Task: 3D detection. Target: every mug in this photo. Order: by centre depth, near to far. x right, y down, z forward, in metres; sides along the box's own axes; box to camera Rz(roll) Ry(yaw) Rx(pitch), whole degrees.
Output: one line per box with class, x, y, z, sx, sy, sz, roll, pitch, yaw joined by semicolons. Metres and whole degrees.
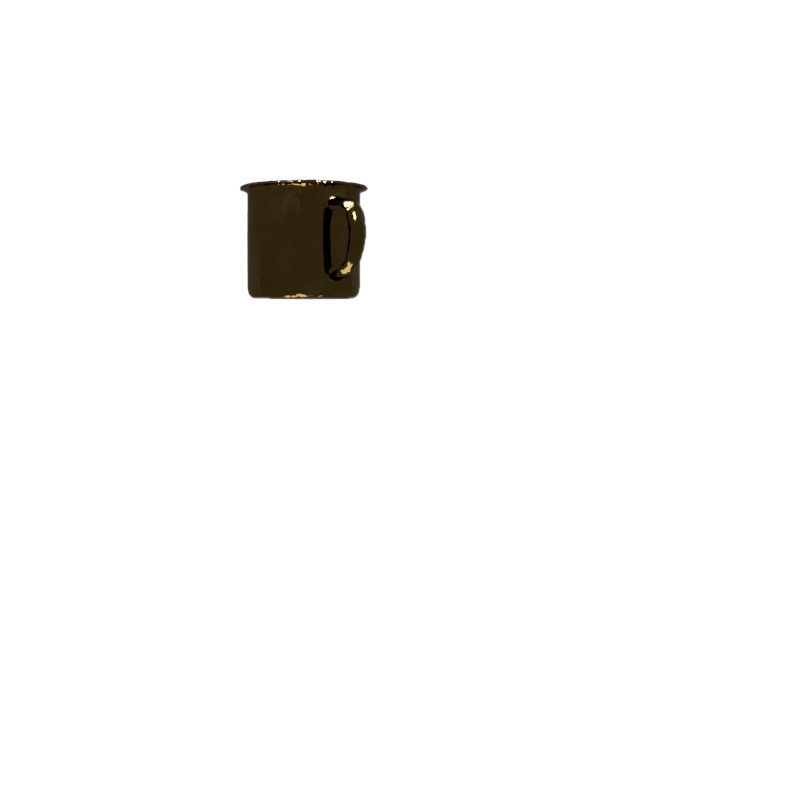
mug;-0.062;-0.113;0.793;0.090;0.082;0.121;-1;2;-38
